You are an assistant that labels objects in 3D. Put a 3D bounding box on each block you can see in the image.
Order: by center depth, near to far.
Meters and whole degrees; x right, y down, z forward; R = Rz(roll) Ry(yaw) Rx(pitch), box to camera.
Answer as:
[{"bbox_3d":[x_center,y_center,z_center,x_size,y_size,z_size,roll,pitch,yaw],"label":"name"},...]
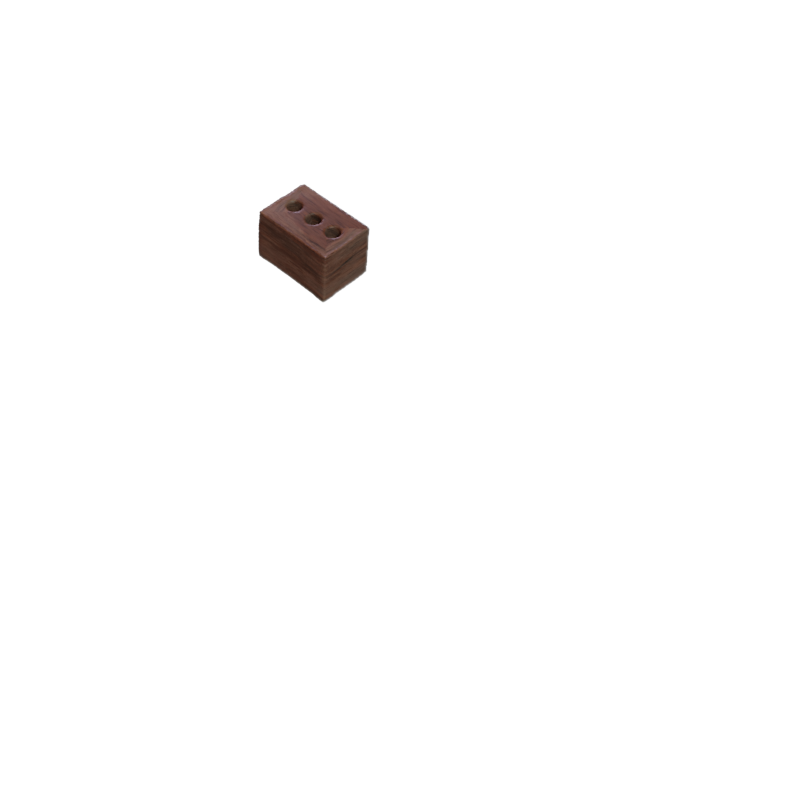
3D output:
[{"bbox_3d":[-0.070,-0.128,0.897,0.083,0.048,0.053,36,56,28],"label":"block"}]
